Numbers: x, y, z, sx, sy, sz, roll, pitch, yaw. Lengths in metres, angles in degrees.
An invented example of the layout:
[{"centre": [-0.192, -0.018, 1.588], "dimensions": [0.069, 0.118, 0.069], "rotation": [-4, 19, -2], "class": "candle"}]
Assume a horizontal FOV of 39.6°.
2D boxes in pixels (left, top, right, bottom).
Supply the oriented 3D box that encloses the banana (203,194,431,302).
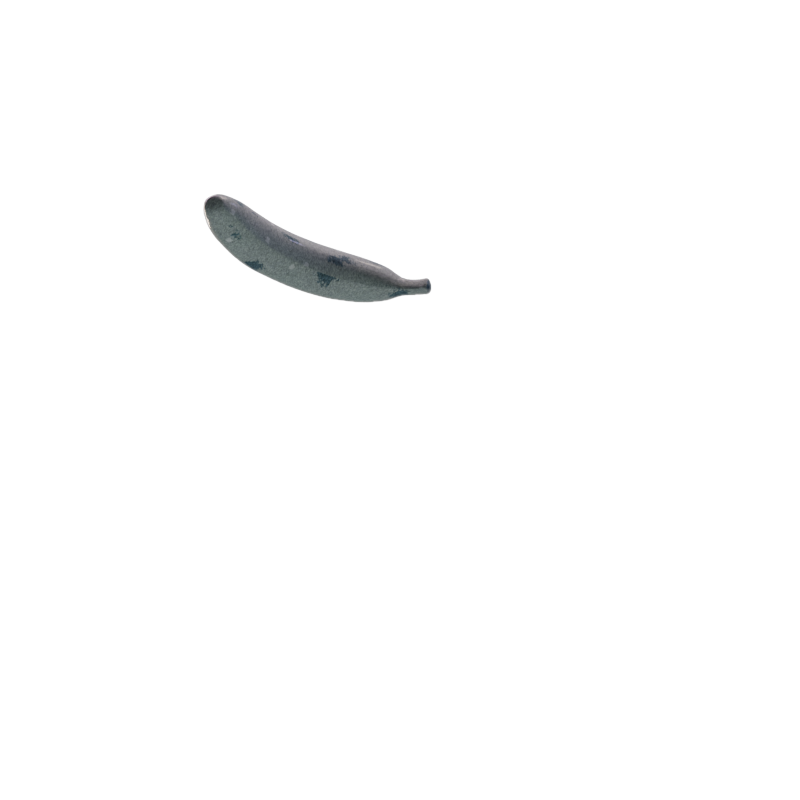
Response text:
[{"centre": [-0.072, -0.109, 0.823], "dimensions": [0.187, 0.039, 0.069], "rotation": [16, -29, -33], "class": "banana"}]
